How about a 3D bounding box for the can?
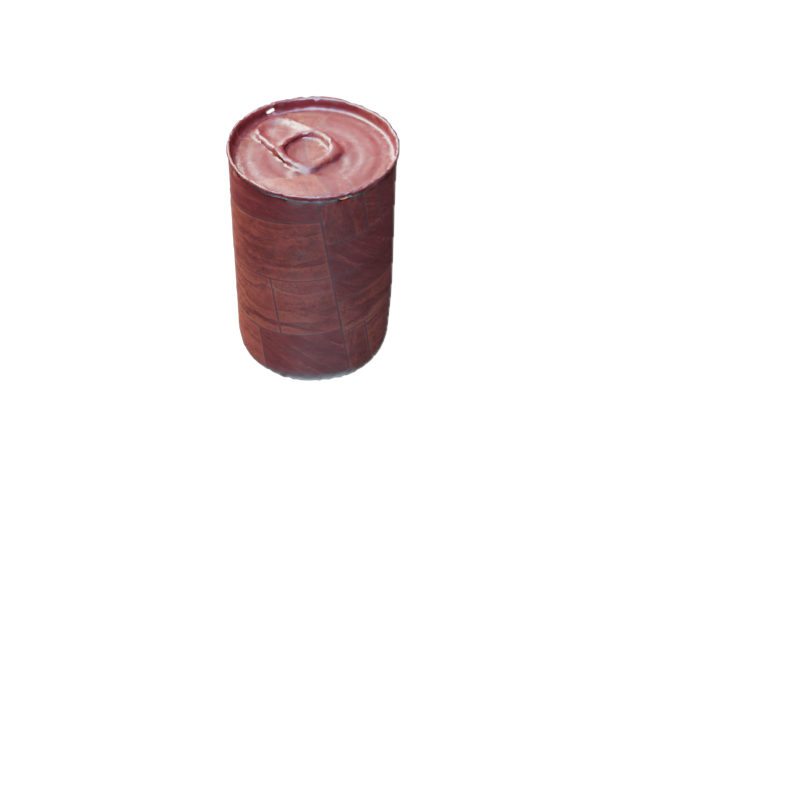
[{"bbox_3d":[-0.036,-0.066,0.465,0.068,0.095,0.074,0,45,-3],"label":"can"}]
